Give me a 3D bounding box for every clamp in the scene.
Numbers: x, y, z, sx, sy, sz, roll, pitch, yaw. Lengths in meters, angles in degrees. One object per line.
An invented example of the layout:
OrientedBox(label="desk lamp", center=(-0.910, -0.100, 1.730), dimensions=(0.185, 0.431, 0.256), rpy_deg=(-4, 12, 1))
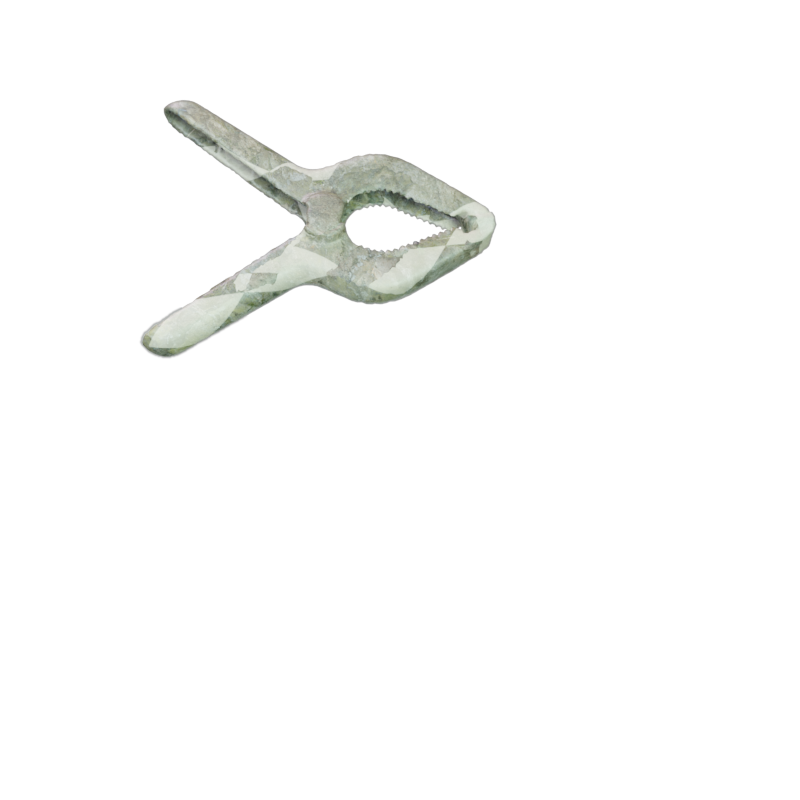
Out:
OrientedBox(label="clamp", center=(-0.051, -0.094, 0.656), dimensions=(0.211, 0.172, 0.035), rpy_deg=(7, -22, 3))
